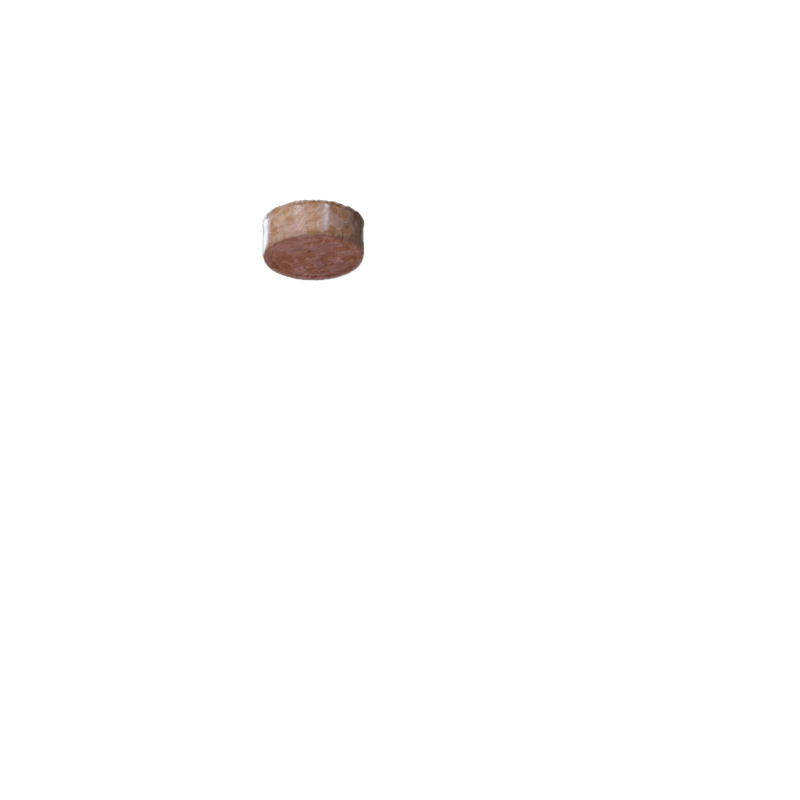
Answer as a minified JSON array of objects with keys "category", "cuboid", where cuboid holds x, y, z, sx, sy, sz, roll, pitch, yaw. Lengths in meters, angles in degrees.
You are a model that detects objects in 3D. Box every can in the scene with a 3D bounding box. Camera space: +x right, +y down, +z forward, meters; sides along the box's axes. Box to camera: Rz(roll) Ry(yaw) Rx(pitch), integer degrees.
[{"category":"can","cuboid":[-0.072,-0.132,0.926,0.086,0.035,0.081,0,-22,-2]}]
